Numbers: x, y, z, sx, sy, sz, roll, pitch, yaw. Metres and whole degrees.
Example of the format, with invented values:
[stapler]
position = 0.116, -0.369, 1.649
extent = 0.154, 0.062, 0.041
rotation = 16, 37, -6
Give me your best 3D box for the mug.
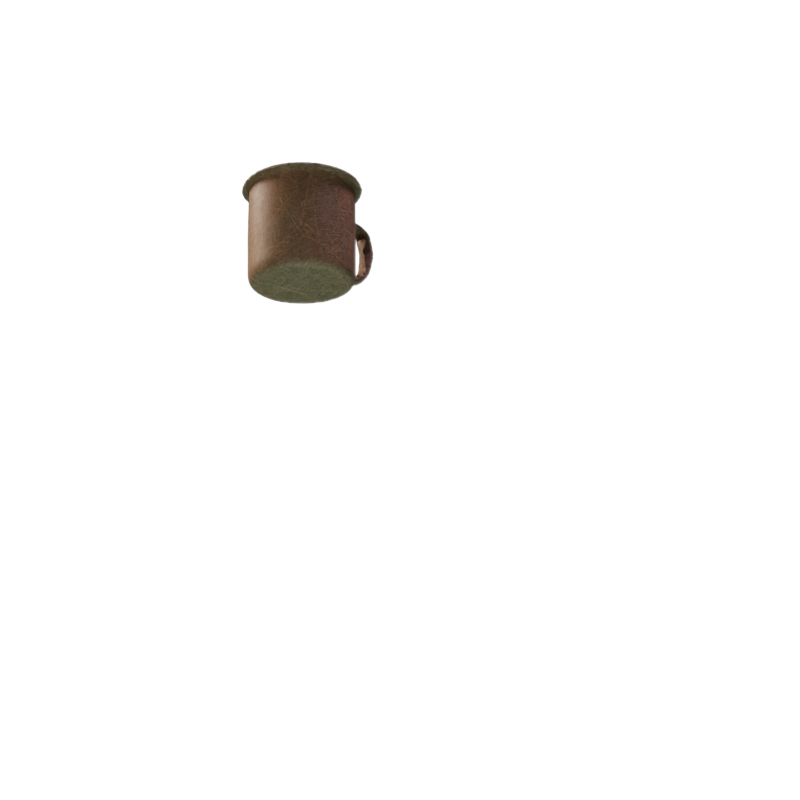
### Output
[mug]
position = -0.067, -0.122, 0.855
extent = 0.094, 0.086, 0.110
rotation = -20, -27, 41
